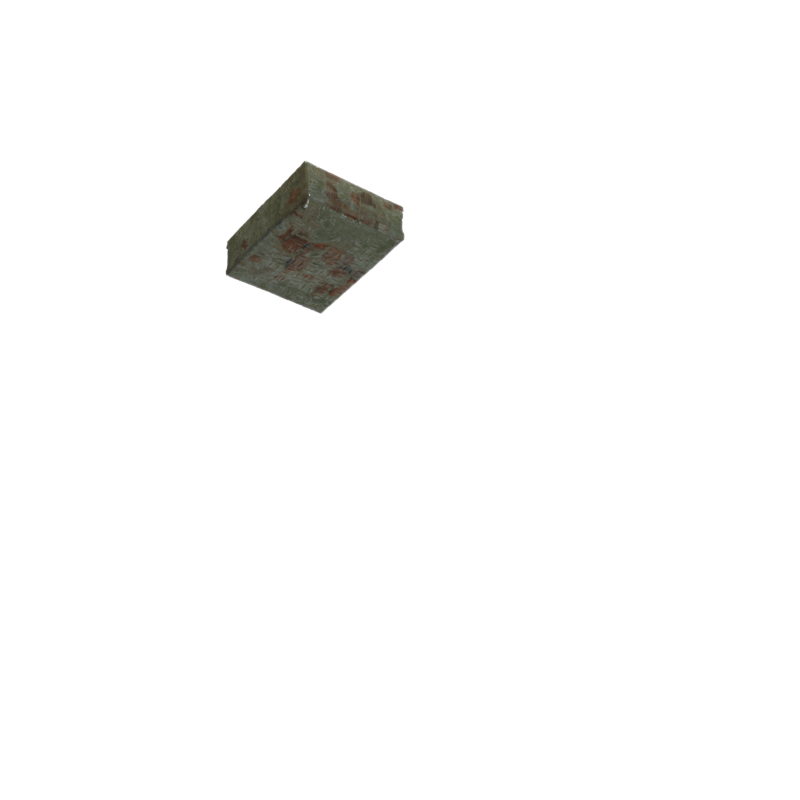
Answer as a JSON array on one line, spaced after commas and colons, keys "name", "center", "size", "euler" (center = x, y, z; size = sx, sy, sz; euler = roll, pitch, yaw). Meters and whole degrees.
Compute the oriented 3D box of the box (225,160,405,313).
[{"name": "box", "center": [-0.065, -0.119, 0.832], "size": [0.085, 0.042, 0.112], "euler": [22, -39, -30]}]
